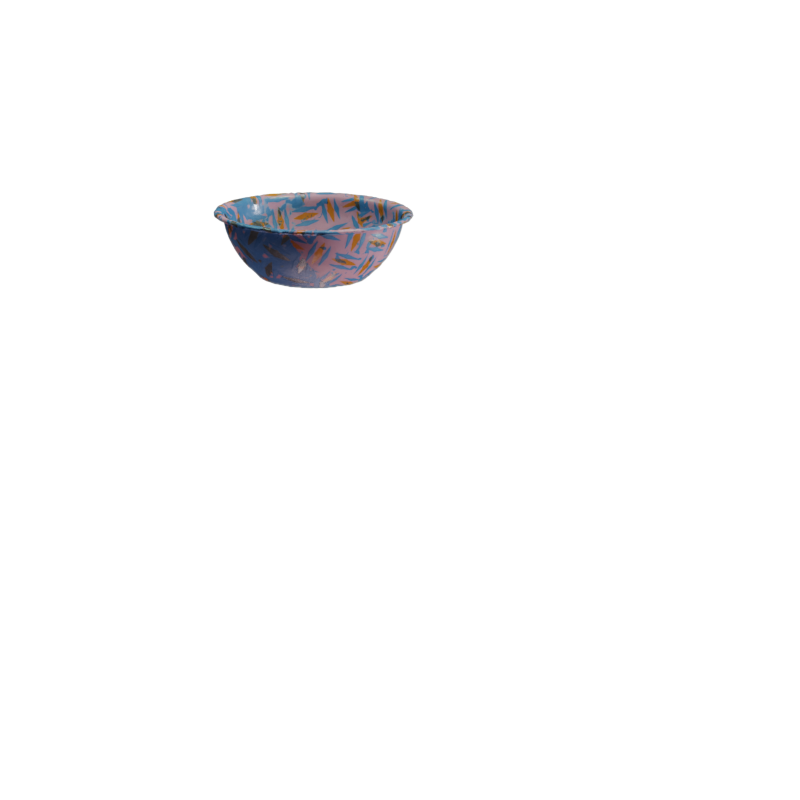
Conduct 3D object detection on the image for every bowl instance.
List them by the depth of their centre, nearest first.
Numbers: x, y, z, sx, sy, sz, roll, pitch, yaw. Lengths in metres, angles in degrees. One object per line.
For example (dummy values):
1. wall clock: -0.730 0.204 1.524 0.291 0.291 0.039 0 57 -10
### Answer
1. bowl: -0.071 -0.129 0.906 0.162 0.053 0.169 -1 20 -2
